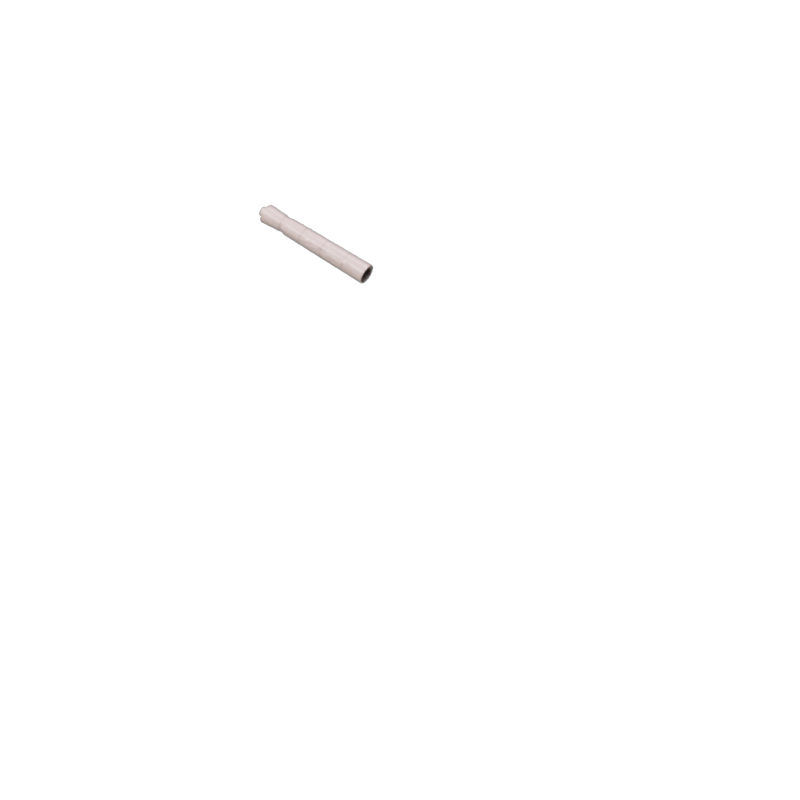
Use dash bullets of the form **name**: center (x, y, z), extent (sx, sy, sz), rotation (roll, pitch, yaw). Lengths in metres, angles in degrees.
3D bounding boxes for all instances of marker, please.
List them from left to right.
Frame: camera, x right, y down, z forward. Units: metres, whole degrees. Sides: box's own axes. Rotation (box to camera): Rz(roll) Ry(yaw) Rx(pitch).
- **marker**: center (-0.078, -0.142, 0.994), extent (0.127, 0.019, 0.019), rotation (33, 17, 23)
